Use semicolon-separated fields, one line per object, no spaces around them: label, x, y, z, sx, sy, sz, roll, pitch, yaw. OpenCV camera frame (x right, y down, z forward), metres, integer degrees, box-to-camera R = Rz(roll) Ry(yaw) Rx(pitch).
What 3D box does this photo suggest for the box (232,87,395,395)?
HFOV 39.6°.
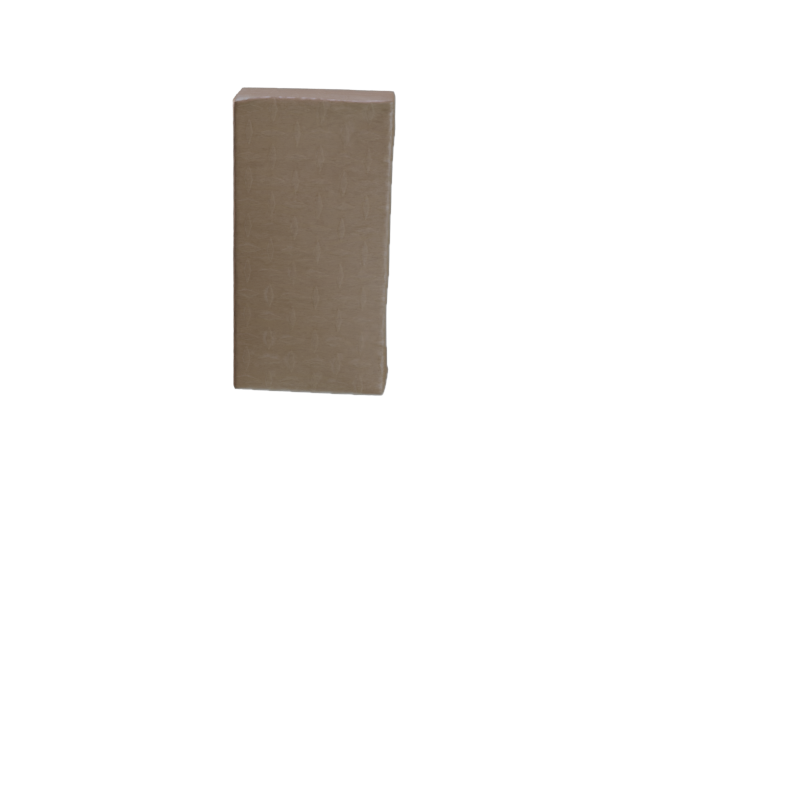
box;-0.051;-0.093;0.651;0.094;0.169;0.050;2;18;3
